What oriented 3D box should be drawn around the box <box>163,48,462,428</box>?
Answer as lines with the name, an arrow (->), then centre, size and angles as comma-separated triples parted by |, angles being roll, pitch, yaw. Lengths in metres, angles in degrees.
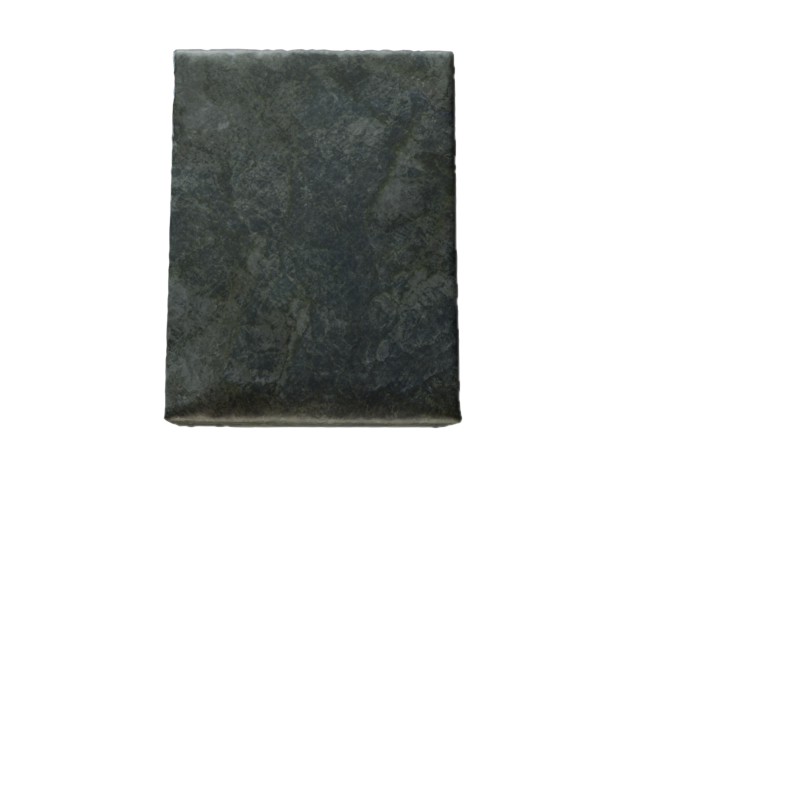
box -> -0.051, -0.092, 0.647 | 0.164, 0.219, 0.070 | 0, -10, -2
